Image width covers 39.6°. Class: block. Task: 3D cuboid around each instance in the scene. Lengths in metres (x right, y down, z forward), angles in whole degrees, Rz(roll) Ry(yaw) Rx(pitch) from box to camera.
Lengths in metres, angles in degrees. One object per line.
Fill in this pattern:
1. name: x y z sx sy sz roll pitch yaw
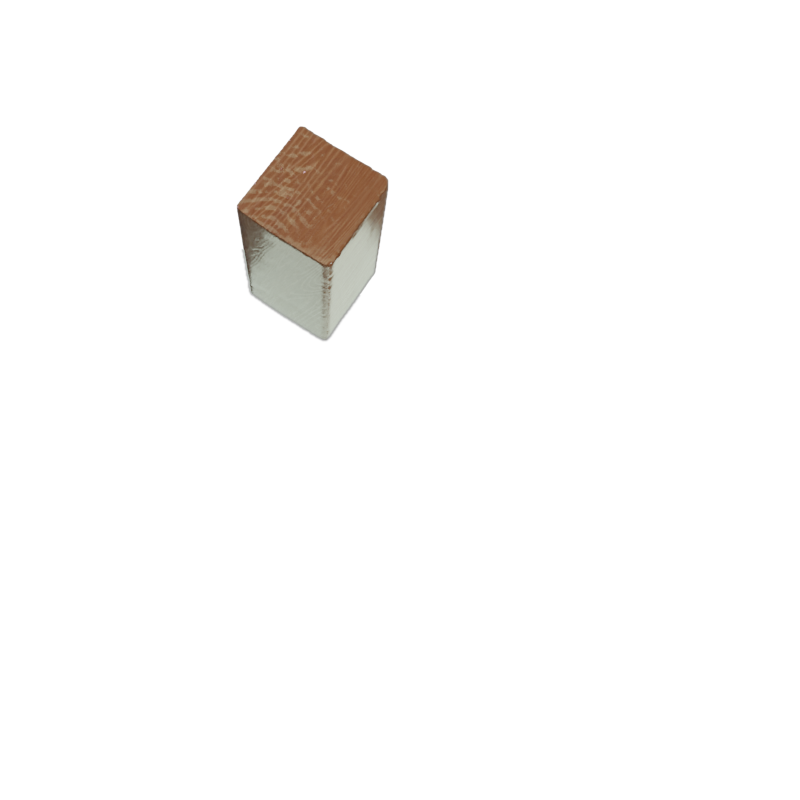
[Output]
1. block: -0.075 -0.137 0.960 0.092 0.092 0.198 34 -15 6
